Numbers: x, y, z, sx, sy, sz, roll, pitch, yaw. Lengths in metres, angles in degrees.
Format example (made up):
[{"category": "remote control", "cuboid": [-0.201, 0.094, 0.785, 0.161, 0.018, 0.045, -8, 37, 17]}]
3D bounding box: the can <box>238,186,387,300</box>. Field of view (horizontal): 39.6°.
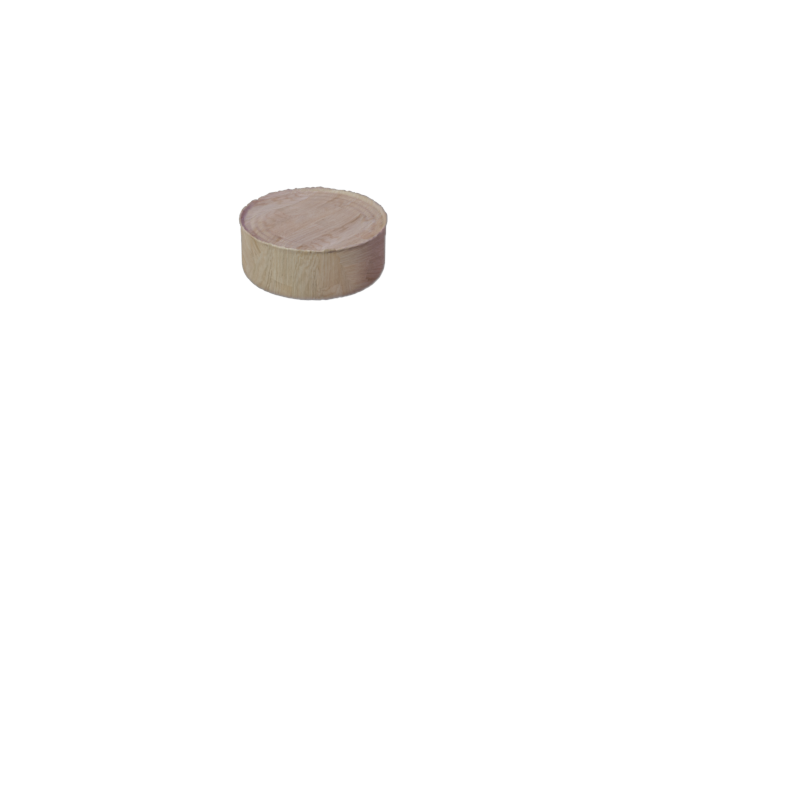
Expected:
[{"category": "can", "cuboid": [-0.051, -0.092, 0.646, 0.086, 0.032, 0.091, -1, 32, -2]}]
